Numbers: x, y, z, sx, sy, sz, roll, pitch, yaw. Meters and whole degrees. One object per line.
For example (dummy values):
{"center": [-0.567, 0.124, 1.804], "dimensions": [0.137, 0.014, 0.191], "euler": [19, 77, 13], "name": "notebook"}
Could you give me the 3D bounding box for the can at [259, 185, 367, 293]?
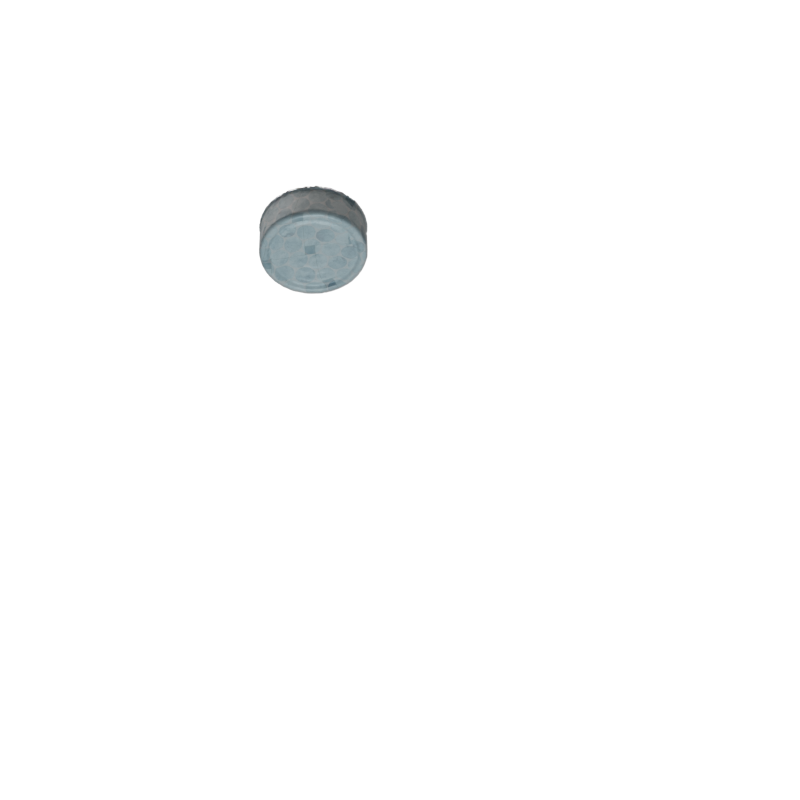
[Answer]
{"center": [-0.068, -0.124, 0.869], "dimensions": [0.086, 0.080, 0.036], "euler": [1, 45, -1], "name": "can"}
